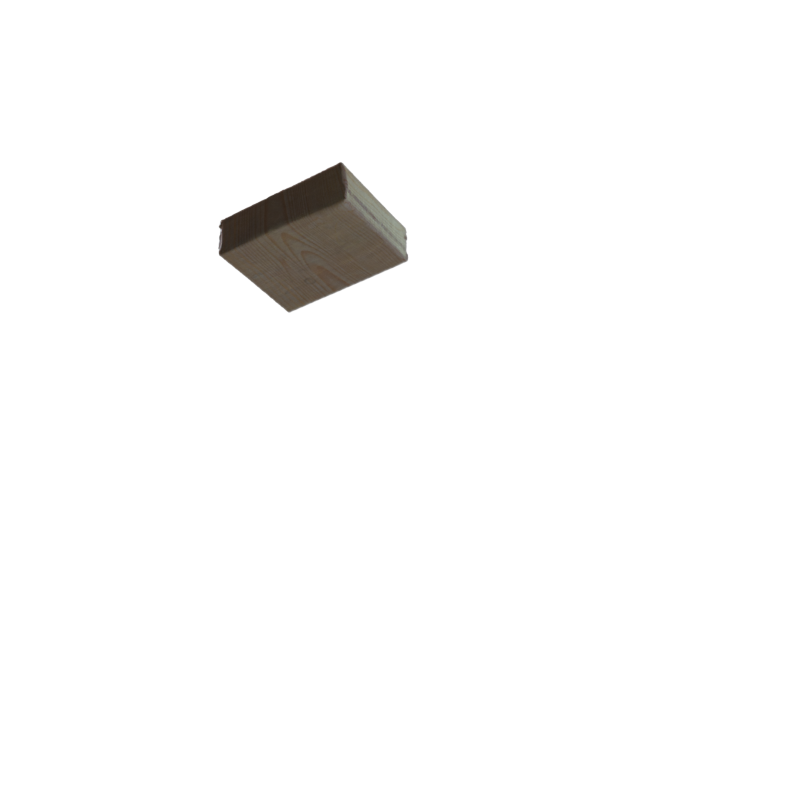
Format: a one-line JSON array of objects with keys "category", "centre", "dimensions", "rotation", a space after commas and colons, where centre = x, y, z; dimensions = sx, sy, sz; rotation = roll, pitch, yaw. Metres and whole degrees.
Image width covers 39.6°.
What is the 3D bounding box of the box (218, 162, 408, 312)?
[{"category": "box", "centre": [-0.064, -0.117, 0.821], "dimensions": [0.114, 0.042, 0.083], "rotation": [-19, -38, 26]}]
